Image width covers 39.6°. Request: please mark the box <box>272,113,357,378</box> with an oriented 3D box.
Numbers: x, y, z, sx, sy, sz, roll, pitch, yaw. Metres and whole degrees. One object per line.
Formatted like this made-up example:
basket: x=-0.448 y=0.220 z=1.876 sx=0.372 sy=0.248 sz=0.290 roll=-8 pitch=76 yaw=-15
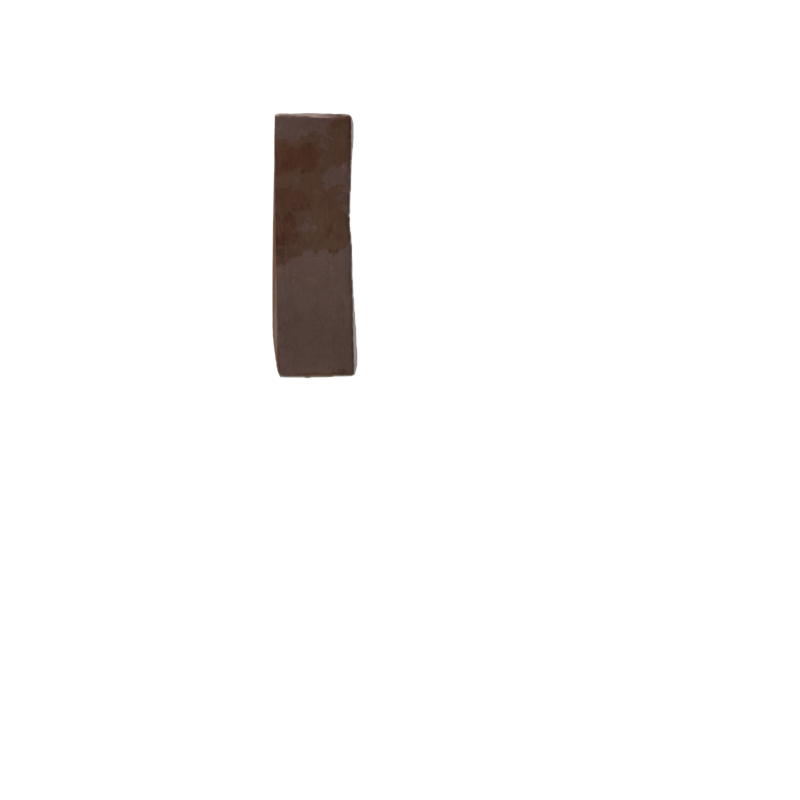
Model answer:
box: x=-0.076 y=-0.138 z=0.968 sx=0.071 sy=0.212 sz=0.167 roll=0 pitch=6 yaw=-6
